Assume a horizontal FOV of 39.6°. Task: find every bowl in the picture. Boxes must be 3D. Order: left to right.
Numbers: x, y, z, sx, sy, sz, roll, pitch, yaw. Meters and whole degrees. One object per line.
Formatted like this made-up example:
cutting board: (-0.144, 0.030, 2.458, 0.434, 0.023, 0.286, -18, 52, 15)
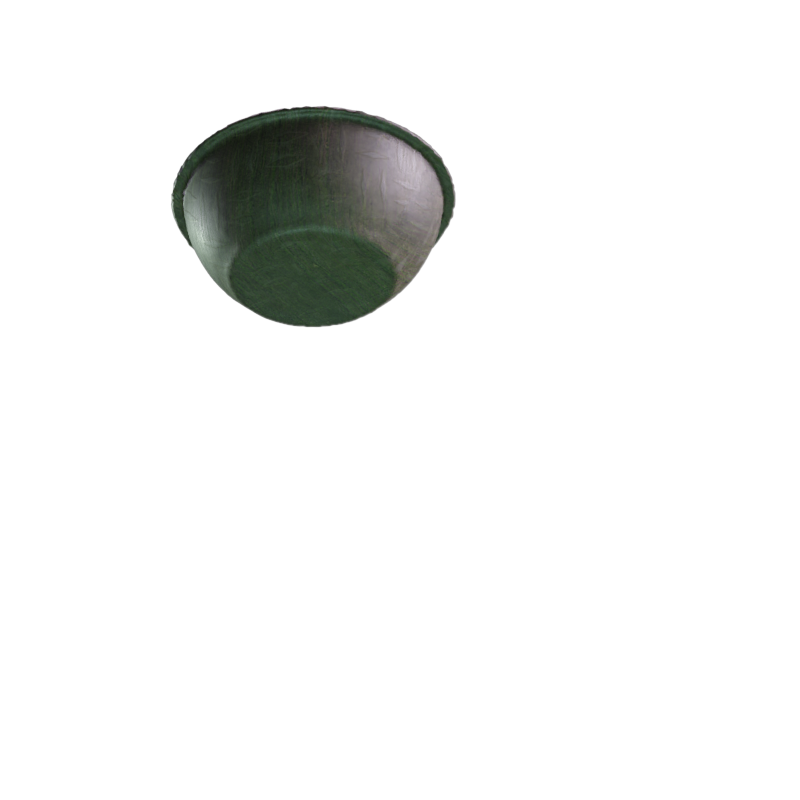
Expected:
bowl: (-0.048, -0.088, 0.618, 0.162, 0.059, 0.152, 1, -33, -2)
